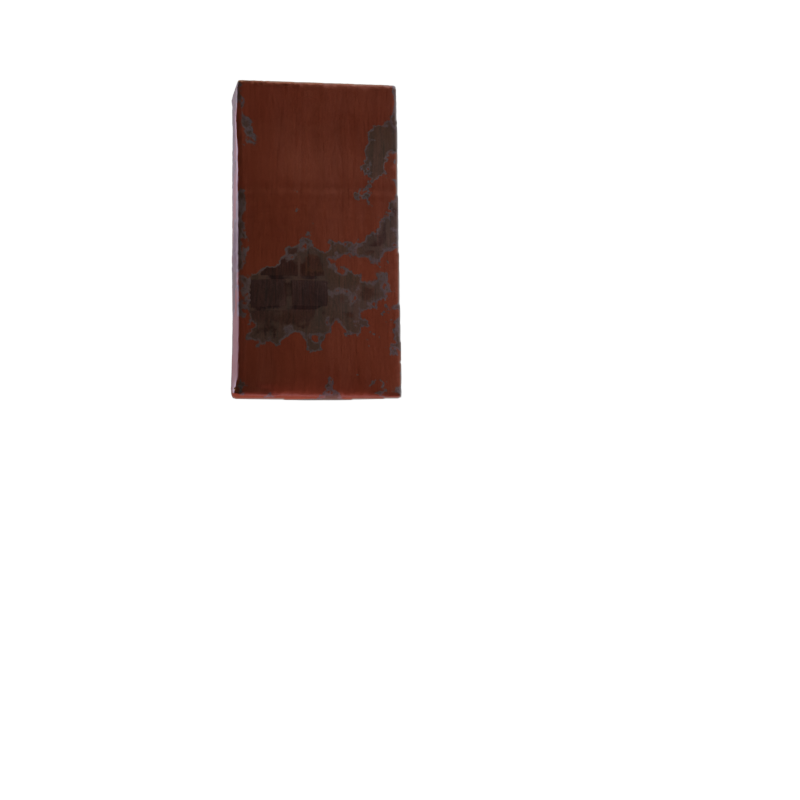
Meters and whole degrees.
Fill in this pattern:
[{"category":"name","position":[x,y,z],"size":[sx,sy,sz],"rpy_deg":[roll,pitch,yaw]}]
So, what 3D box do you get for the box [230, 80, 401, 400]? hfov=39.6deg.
[{"category":"box","position":[-0.049,-0.089,0.626],"size":[0.092,0.180,0.047],"rpy_deg":[1,-9,-10]}]
